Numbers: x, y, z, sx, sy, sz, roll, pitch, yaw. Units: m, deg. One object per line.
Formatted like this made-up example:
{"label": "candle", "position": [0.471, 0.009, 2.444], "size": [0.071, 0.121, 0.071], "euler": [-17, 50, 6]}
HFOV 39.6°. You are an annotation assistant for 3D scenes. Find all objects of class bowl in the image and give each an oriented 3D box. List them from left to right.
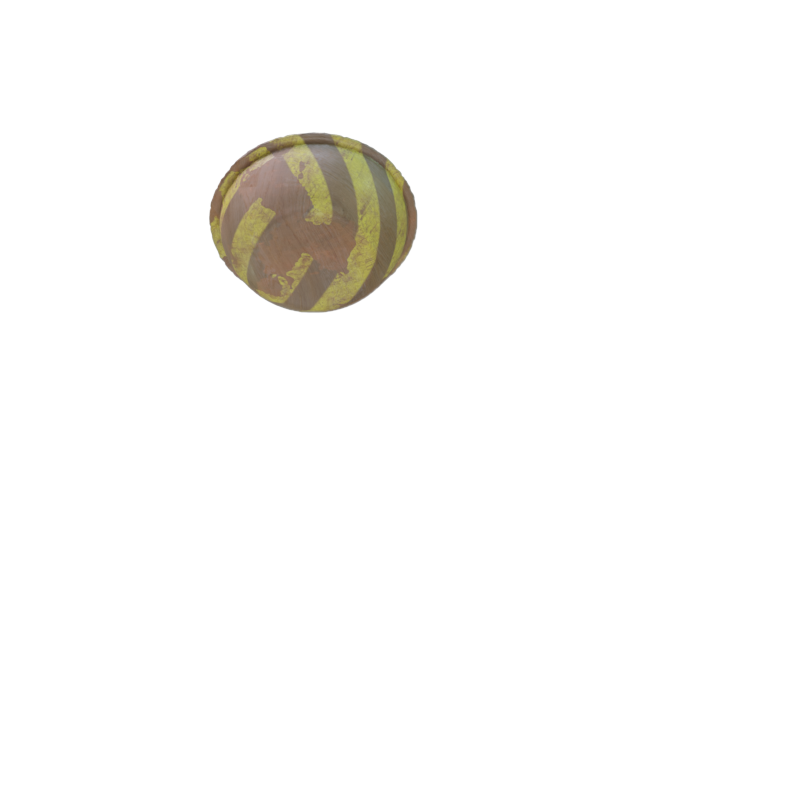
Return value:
{"label": "bowl", "position": [-0.066, -0.120, 0.842], "size": [0.162, 0.151, 0.059], "euler": [1, 38, -1]}
